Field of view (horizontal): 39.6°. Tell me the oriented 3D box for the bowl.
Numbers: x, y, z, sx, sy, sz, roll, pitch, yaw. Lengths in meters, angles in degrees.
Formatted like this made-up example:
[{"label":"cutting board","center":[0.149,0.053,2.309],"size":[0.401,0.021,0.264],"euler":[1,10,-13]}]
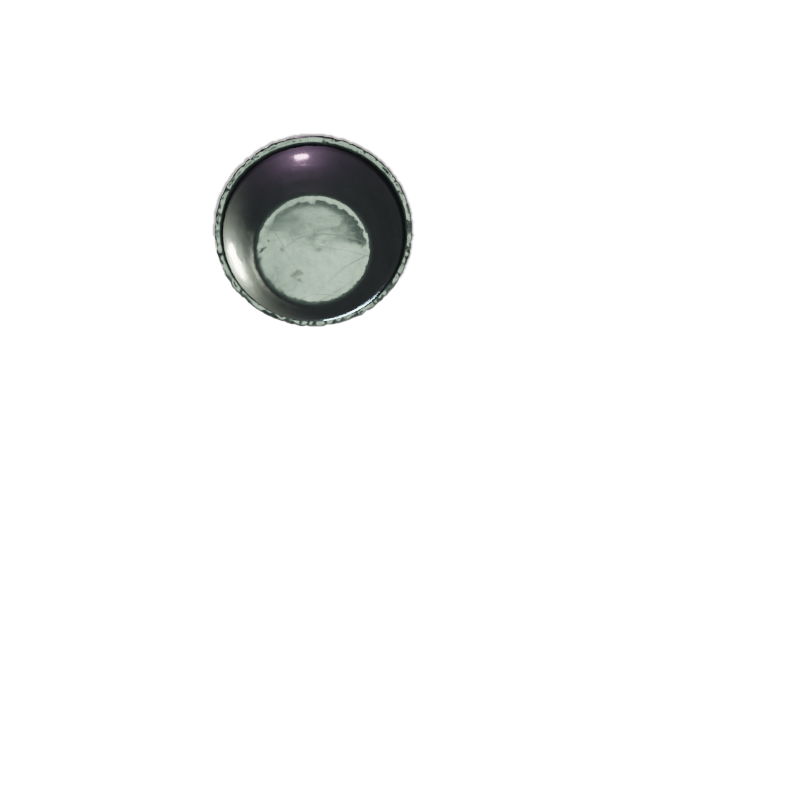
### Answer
[{"label":"bowl","center":[-0.069,-0.125,0.876],"size":[0.162,0.156,0.057],"euler":[0,18,-1]}]
